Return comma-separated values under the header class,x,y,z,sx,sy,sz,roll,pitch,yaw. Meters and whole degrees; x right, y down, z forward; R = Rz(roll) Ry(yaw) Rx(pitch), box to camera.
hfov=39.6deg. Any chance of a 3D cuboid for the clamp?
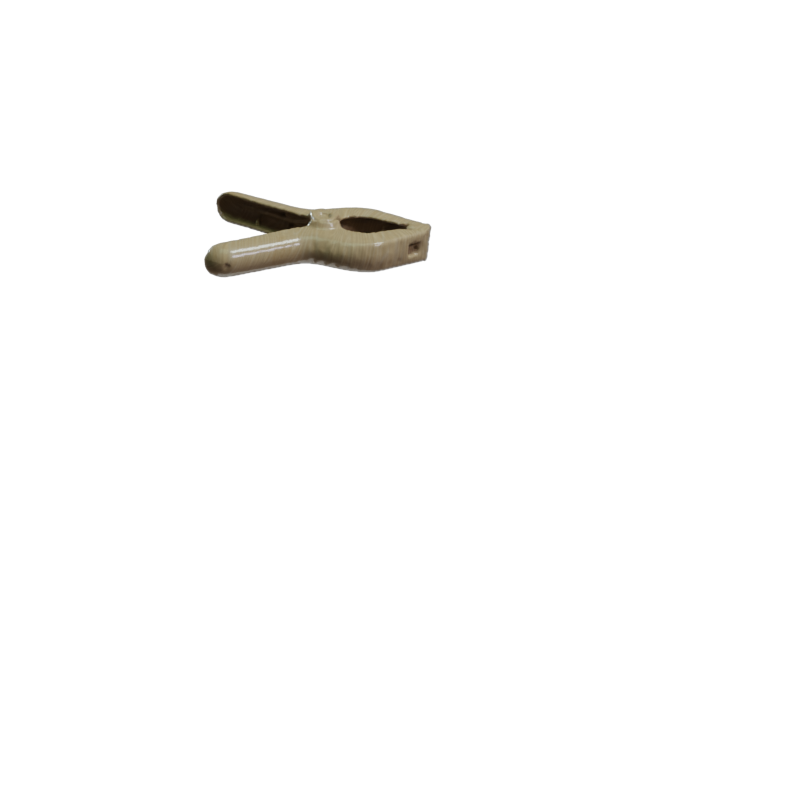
class,x,y,z,sx,sy,sz,roll,pitch,yaw
clamp,-0.065,-0.118,0.826,0.173,0.037,0.127,5,36,6
